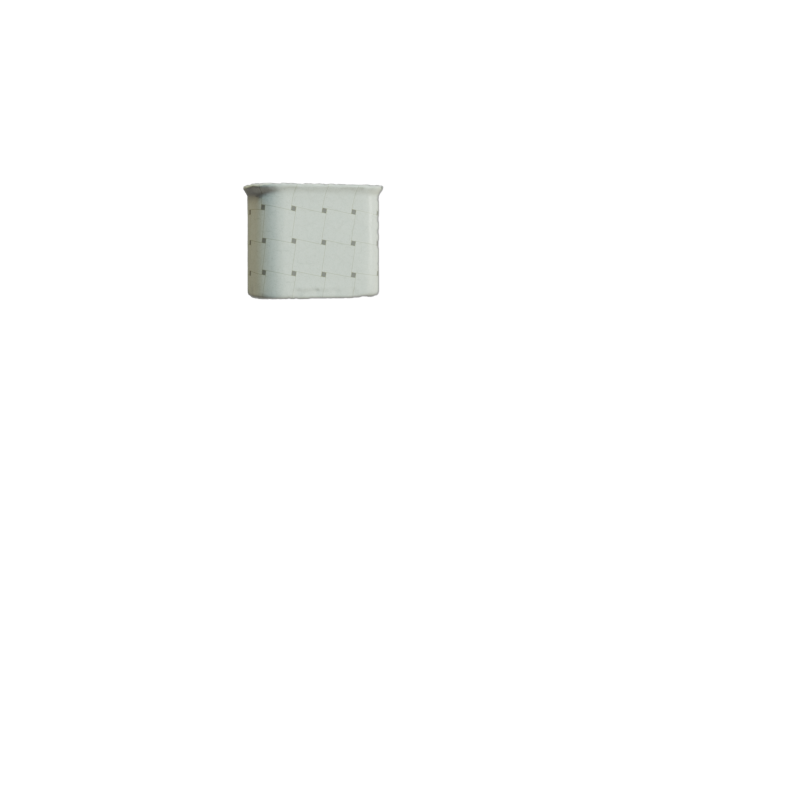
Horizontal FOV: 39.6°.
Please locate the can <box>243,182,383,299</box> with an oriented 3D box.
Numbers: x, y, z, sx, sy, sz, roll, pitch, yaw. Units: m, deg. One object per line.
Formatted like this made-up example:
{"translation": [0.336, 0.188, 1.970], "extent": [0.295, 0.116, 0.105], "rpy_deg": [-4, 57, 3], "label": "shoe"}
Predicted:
{"translation": [-0.065, -0.118, 0.826], "extent": [0.099, 0.084, 0.059], "rpy_deg": [-1, 2, -21], "label": "can"}
